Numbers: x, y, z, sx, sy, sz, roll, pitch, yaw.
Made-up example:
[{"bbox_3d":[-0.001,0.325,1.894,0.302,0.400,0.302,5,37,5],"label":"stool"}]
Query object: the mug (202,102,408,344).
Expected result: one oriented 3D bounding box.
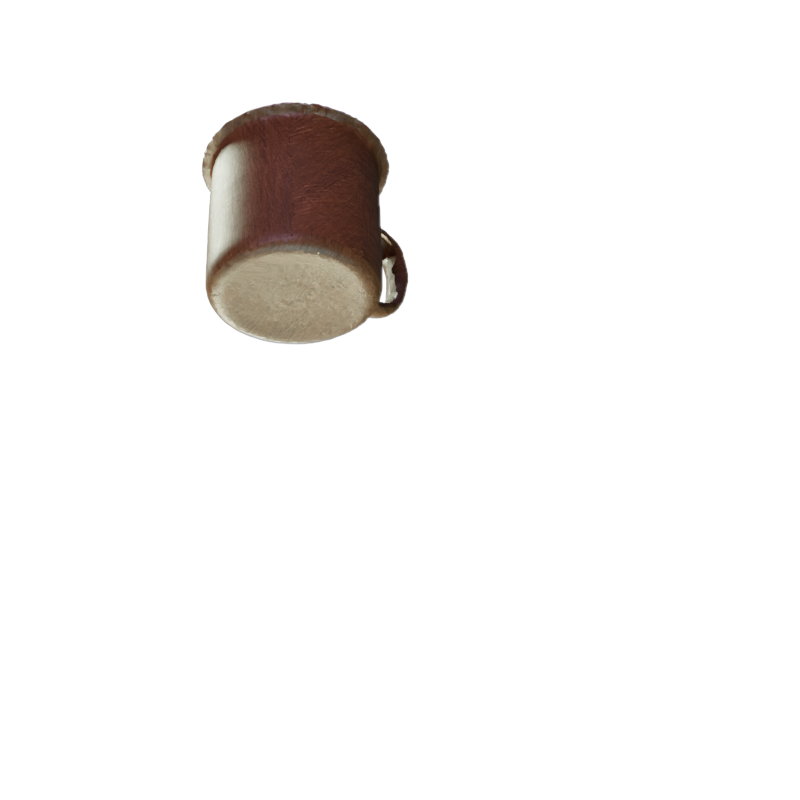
[{"bbox_3d":[-0.042,-0.076,0.535,0.110,0.087,0.093,28,-45,-35],"label":"mug"}]
